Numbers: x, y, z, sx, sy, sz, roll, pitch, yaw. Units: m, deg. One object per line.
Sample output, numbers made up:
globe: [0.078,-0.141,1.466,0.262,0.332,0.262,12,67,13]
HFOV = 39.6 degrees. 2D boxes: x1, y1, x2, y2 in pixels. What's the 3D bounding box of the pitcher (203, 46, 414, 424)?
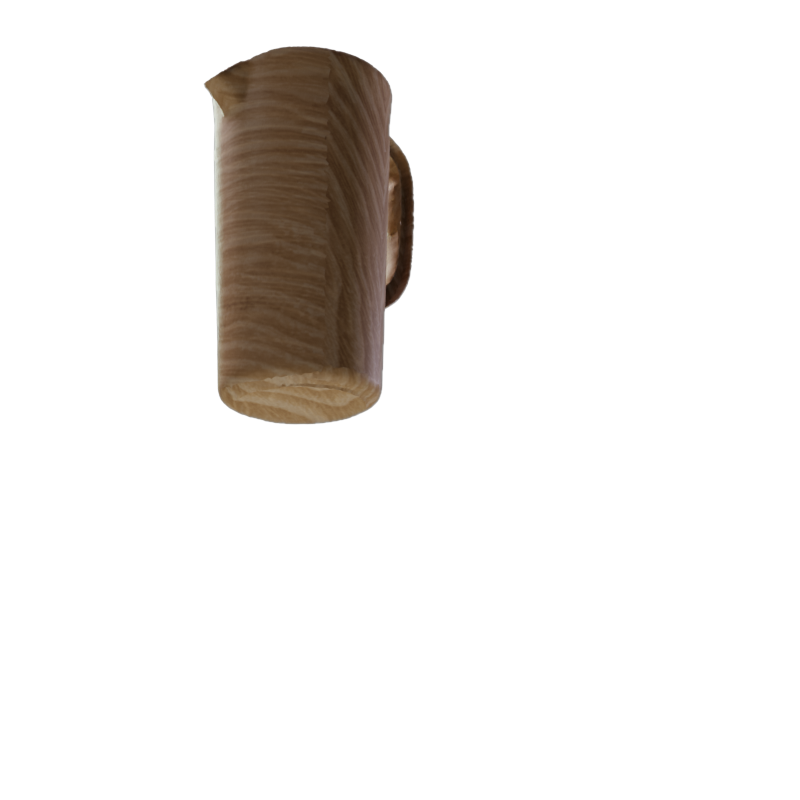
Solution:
pitcher: [-0.061,-0.111,0.778,0.149,0.256,0.137,-2,-22,0]
